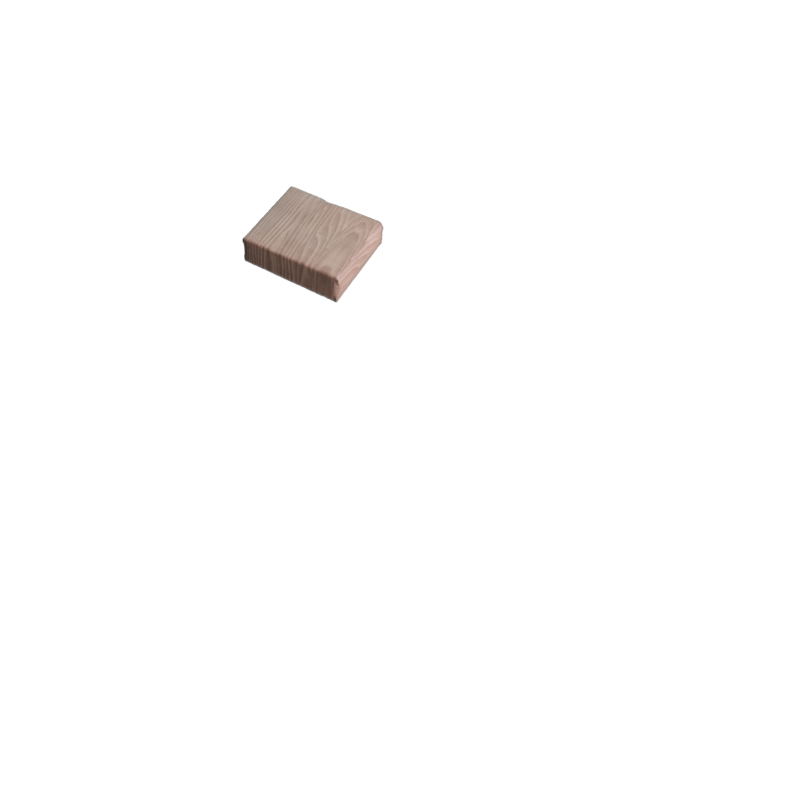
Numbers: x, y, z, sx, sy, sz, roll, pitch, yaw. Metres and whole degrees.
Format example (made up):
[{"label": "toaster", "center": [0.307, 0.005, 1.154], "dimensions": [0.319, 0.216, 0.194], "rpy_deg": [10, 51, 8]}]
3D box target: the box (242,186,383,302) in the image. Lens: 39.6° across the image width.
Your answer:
[{"label": "box", "center": [-0.069, -0.126, 0.886], "dimensions": [0.093, 0.028, 0.075], "rpy_deg": [24, 53, 19]}]
